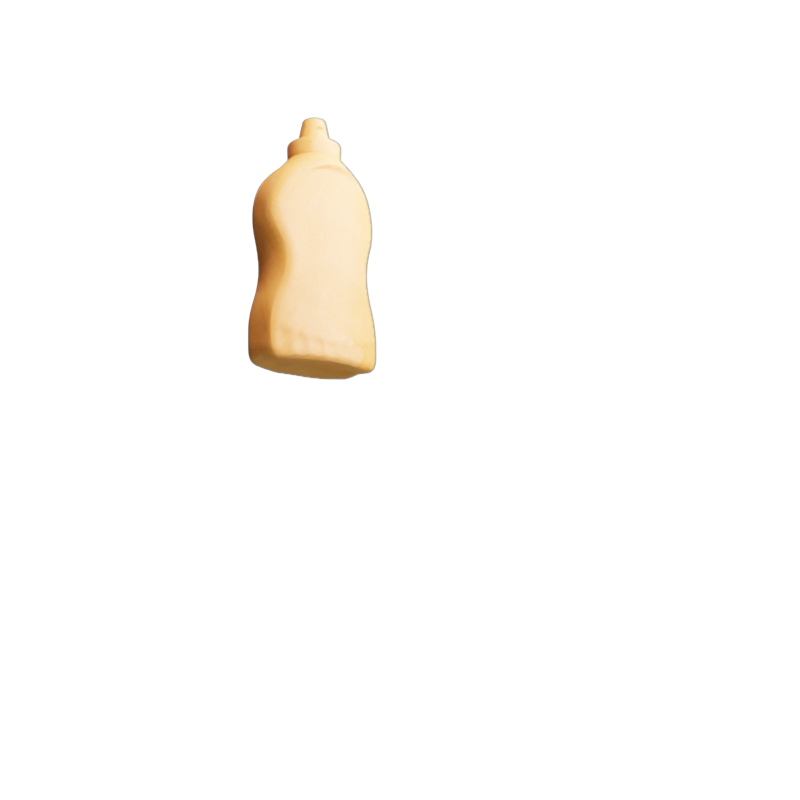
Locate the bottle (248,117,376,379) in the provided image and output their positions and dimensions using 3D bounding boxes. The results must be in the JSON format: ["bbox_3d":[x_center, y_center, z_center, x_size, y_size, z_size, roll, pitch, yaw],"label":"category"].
[{"bbox_3d":[-0.063,-0.116,0.810,0.091,0.200,0.059,11,-21,-35],"label":"bottle"}]
